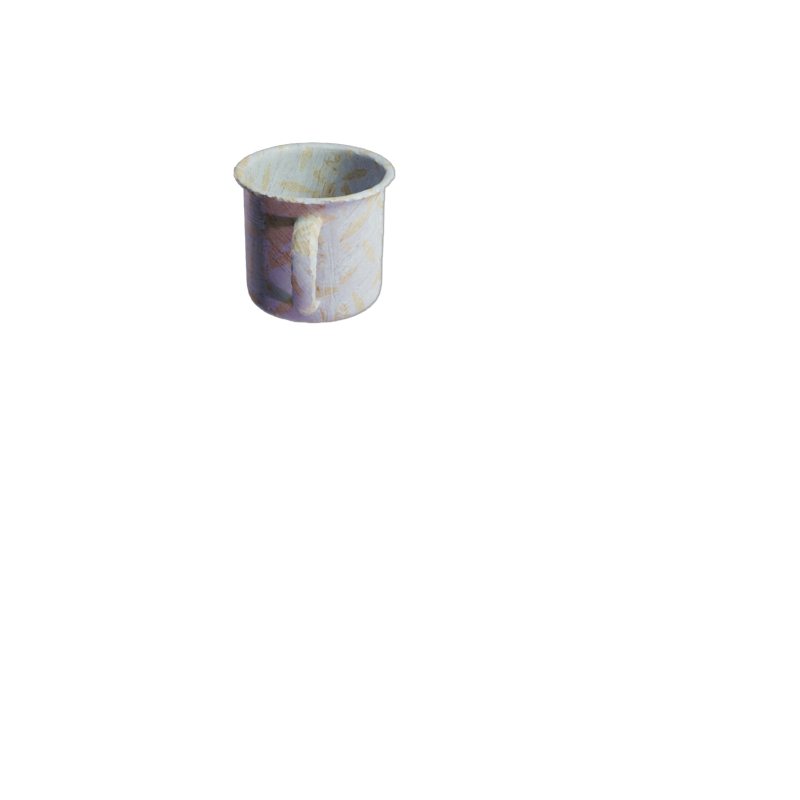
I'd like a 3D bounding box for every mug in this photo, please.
[{"bbox_3d":[-0.050,-0.092,0.643,0.093,0.077,0.124,1,30,-1],"label":"mug"}]
